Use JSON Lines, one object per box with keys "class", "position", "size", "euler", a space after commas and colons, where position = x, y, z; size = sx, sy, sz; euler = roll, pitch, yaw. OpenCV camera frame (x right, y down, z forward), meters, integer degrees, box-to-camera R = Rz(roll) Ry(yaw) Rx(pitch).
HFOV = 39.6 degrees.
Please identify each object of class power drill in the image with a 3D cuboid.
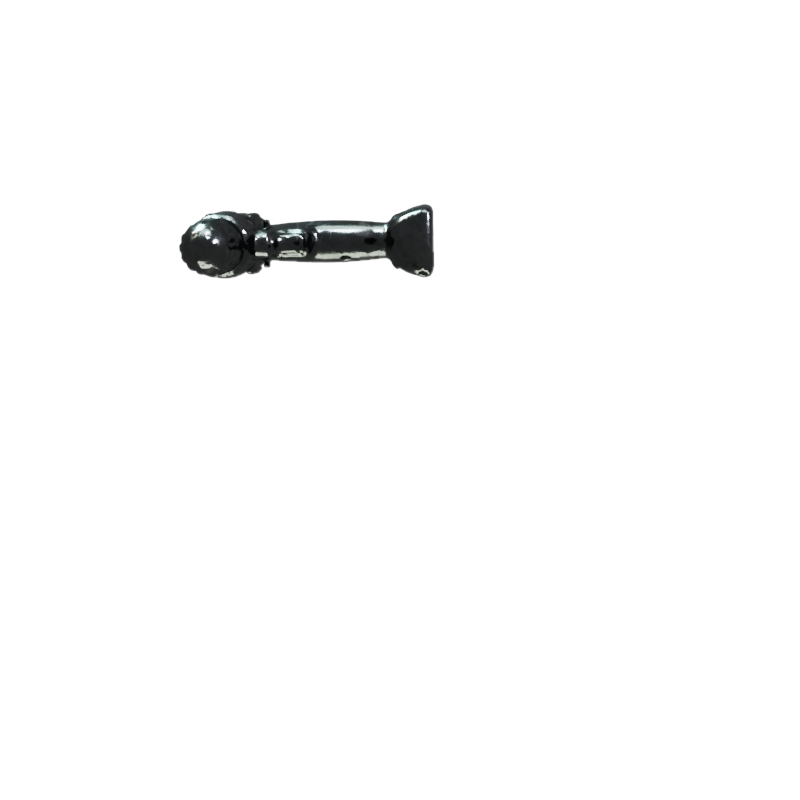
{"class": "power drill", "position": [-0.068, -0.124, 0.865], "size": [0.189, 0.056, 0.186], "euler": [1, 11, 6]}
